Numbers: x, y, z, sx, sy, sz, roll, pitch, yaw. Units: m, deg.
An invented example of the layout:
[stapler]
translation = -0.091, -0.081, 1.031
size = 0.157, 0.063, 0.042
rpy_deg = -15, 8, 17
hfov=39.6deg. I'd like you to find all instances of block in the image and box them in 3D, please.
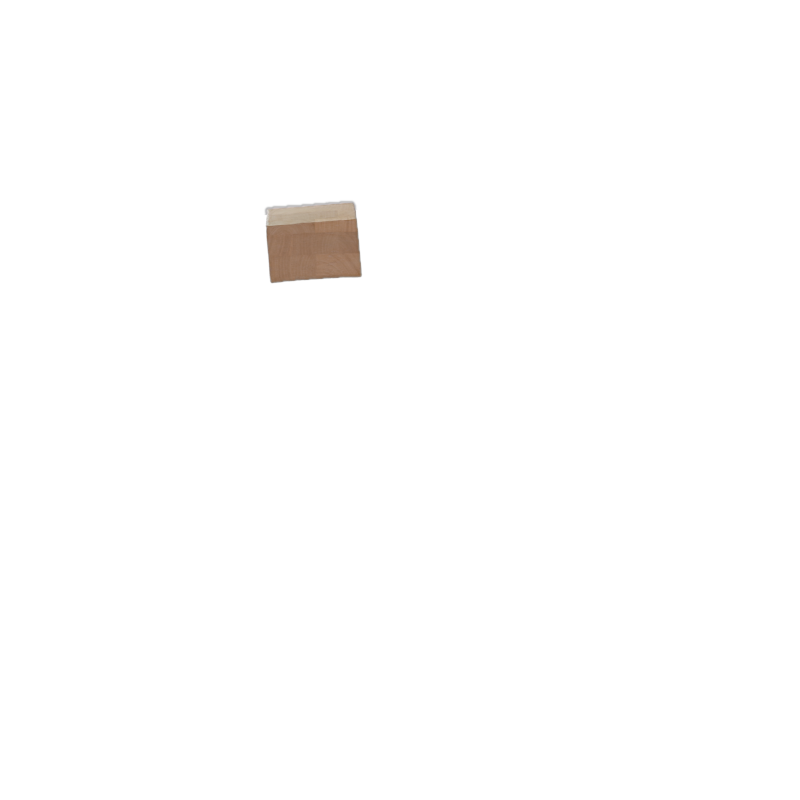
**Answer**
[block]
translation = -0.073, -0.134, 0.935
size = 0.078, 0.050, 0.054
rpy_deg = -3, 23, 0
